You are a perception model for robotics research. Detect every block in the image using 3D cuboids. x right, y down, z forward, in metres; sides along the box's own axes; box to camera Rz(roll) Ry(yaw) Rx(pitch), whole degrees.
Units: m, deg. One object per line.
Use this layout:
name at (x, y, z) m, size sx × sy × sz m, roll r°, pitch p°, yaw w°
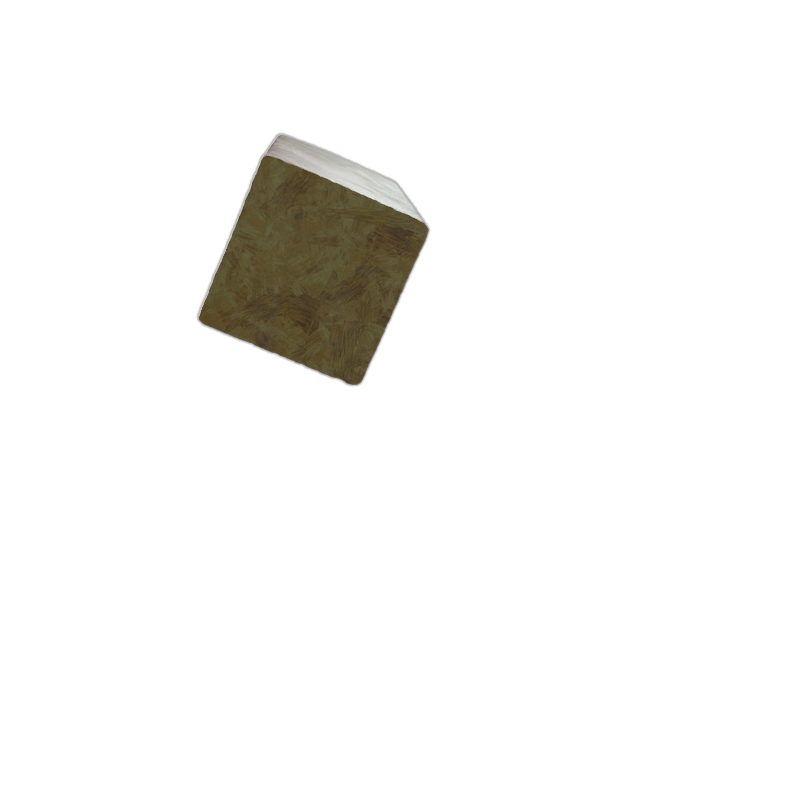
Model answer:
block at (-0.049, -0.091, 0.637) m, size 0.089 × 0.089 × 0.213 m, roll 22°, pitch 12°, yaw -9°
